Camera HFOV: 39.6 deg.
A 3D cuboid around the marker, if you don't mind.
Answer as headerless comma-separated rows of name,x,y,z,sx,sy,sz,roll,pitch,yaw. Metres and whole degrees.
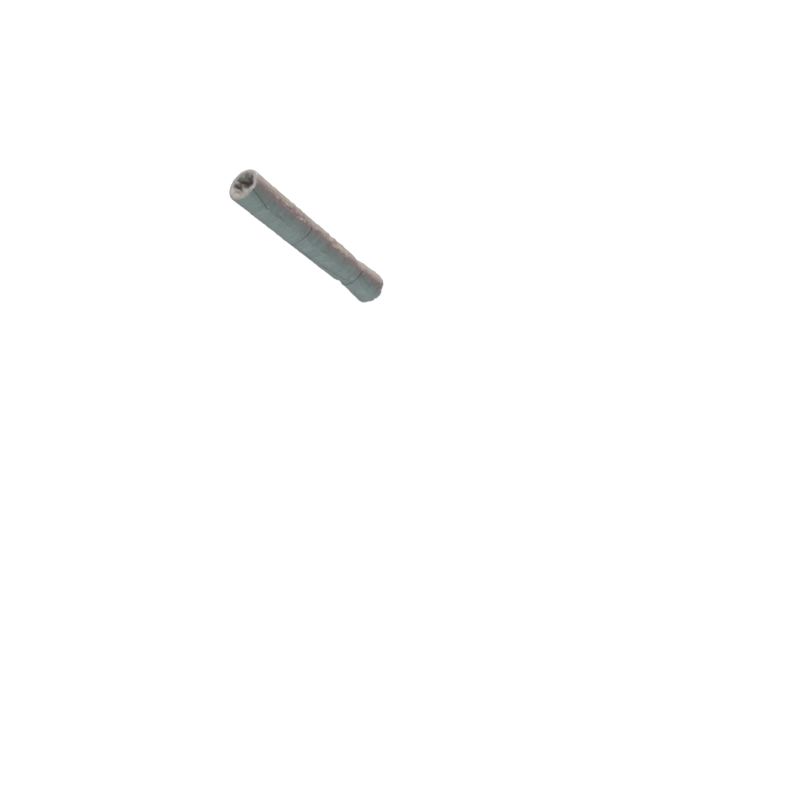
marker,-0.047,-0.086,0.602,0.021,0.020,0.112,3,-23,42
